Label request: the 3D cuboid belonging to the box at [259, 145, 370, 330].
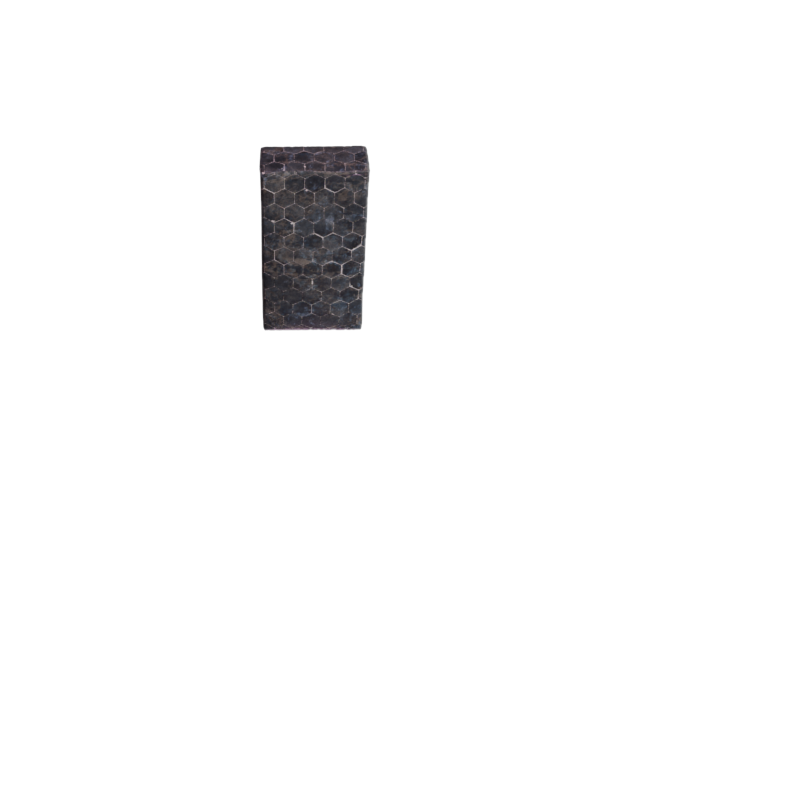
[{"bbox_3d":[-0.077,-0.139,0.976,0.093,0.164,0.052,0,43,-4],"label":"box"}]
